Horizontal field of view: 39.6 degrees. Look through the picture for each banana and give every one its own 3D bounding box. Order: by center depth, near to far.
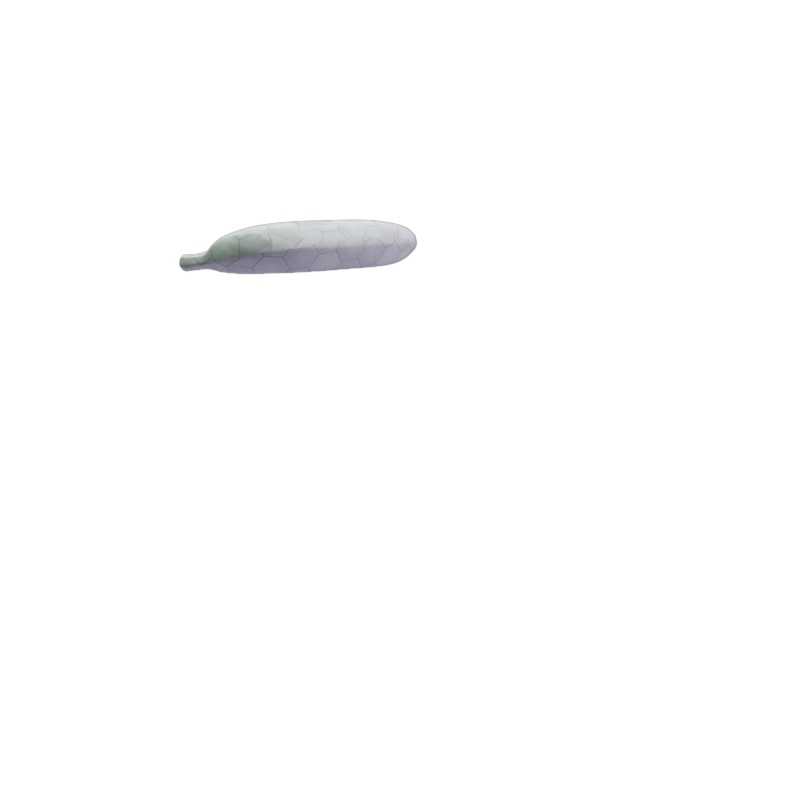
[{"bbox_3d":[-0.058,-0.114,0.811,0.192,0.036,0.073,-7,13,-29],"label":"banana"}]
